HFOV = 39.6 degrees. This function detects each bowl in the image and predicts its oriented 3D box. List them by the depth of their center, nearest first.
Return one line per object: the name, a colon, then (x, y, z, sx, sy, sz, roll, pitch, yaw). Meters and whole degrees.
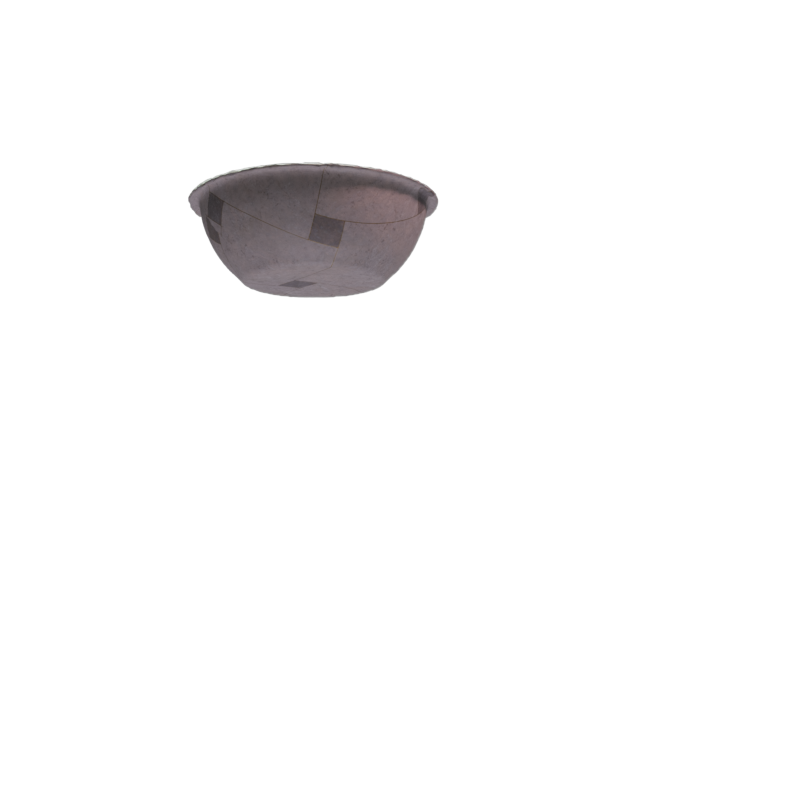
bowl: (-0.056, -0.102, 0.712, 0.162, 0.057, 0.158, 0, -8, -2)
